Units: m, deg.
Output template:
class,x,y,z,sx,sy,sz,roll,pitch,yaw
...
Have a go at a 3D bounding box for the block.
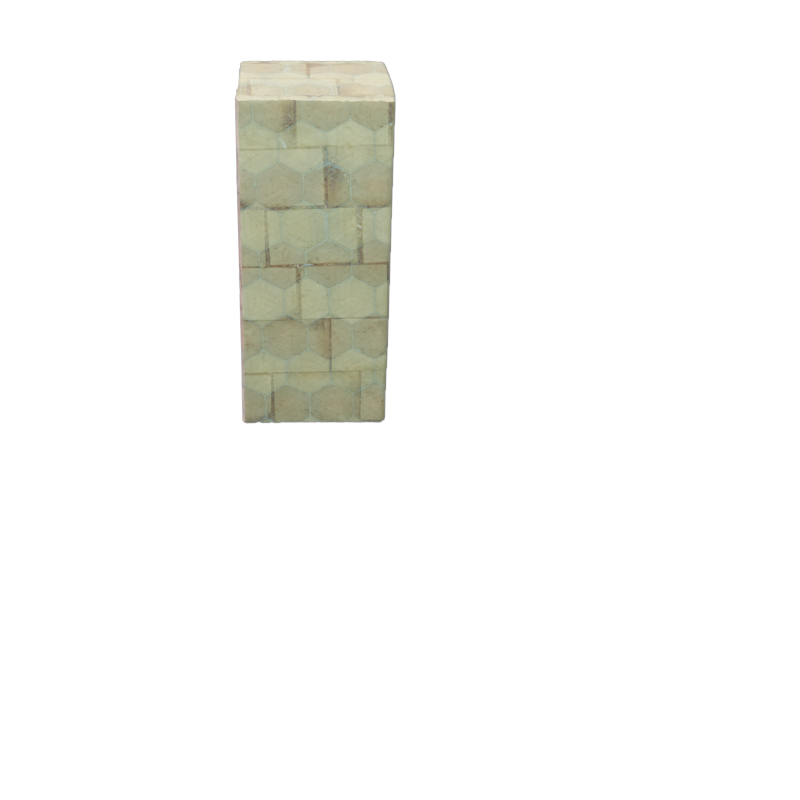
class,x,y,z,sx,sy,sz,roll,pitch,yaw
block,-0.053,-0.098,0.683,0.090,0.195,0.095,0,26,-4
